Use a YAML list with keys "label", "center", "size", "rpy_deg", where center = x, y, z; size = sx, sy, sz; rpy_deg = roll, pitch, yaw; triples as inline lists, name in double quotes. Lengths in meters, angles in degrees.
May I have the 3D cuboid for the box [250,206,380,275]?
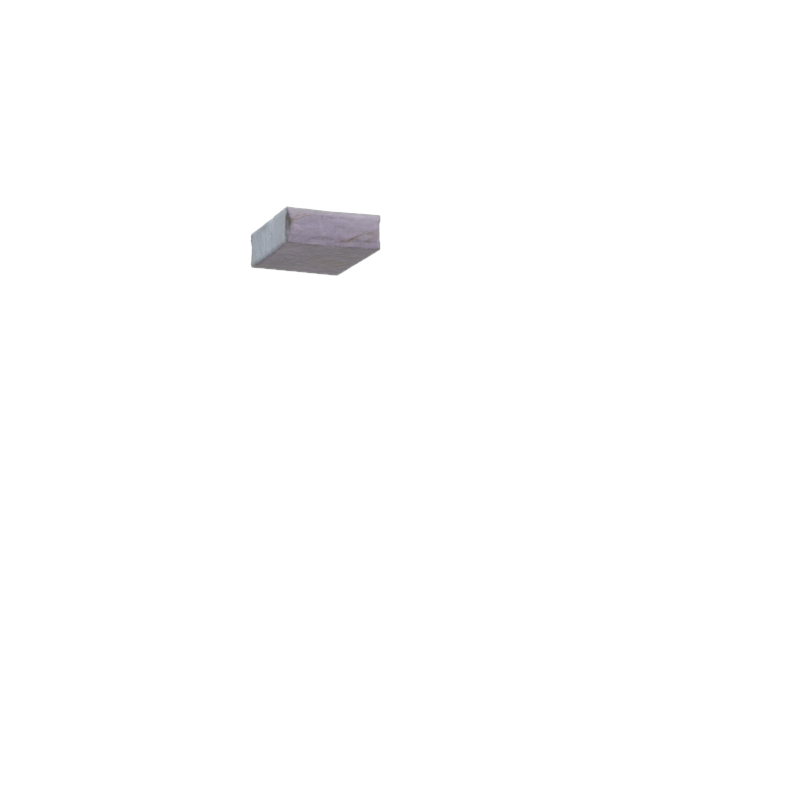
- label: "box"
  center: [-0.065, -0.118, 0.829]
  size: [0.071, 0.031, 0.090]
  rpy_deg: [3, -8, -22]
